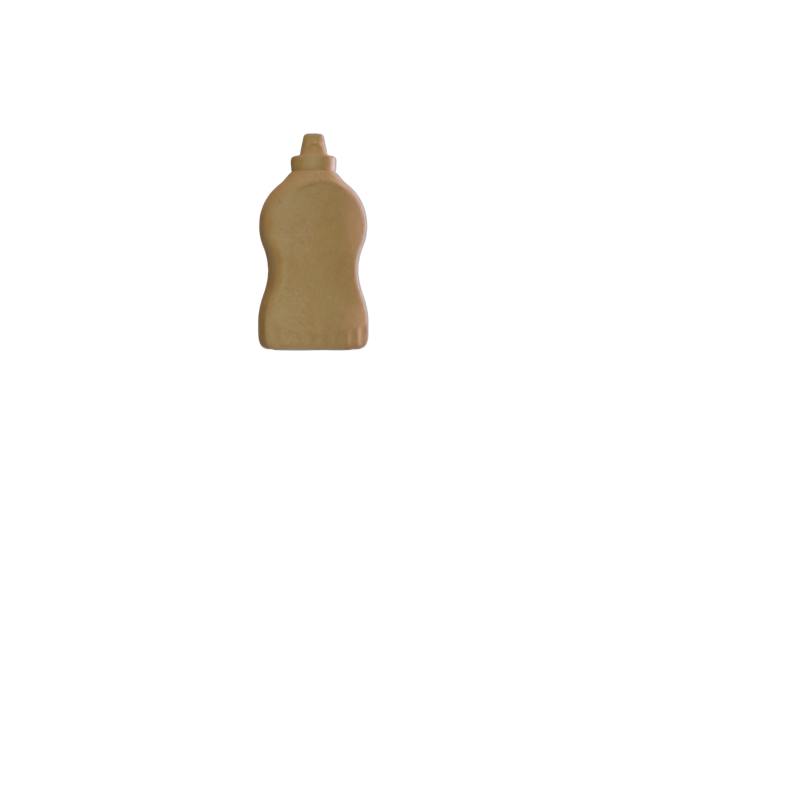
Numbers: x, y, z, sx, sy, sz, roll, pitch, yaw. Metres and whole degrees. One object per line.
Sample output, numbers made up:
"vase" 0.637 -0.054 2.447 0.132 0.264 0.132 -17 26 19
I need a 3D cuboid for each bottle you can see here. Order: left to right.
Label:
"bottle" -0.077 -0.141 0.985 0.094 0.193 0.059 0 -3 -15
